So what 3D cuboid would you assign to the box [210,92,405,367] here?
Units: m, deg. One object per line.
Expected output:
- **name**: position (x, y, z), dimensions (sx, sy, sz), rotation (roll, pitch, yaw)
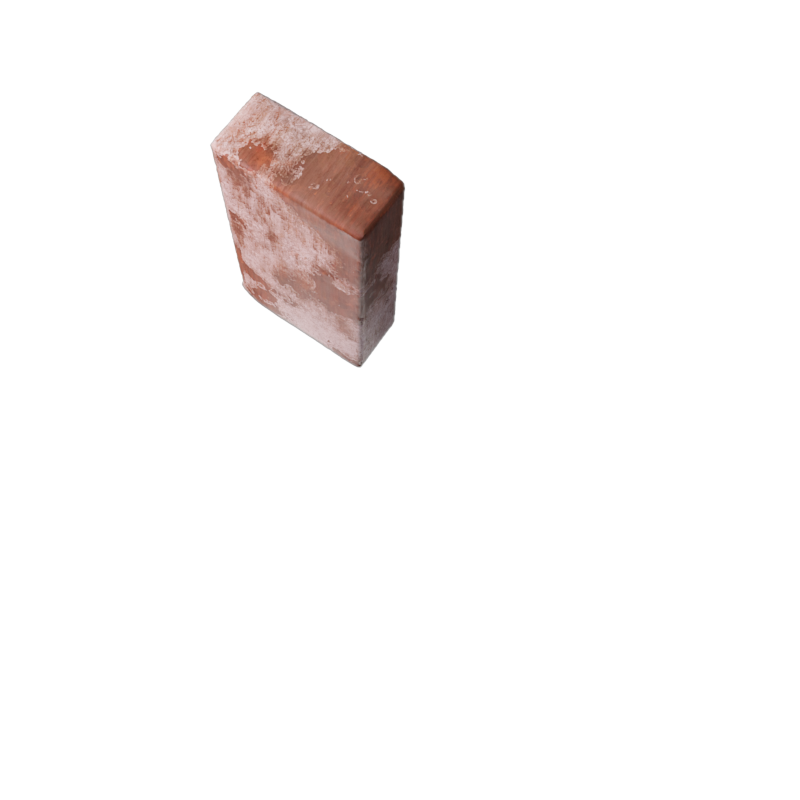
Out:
- **box**: position (-0.047, -0.087, 0.607), dimensions (0.096, 0.049, 0.167), rotation (35, -20, 10)
